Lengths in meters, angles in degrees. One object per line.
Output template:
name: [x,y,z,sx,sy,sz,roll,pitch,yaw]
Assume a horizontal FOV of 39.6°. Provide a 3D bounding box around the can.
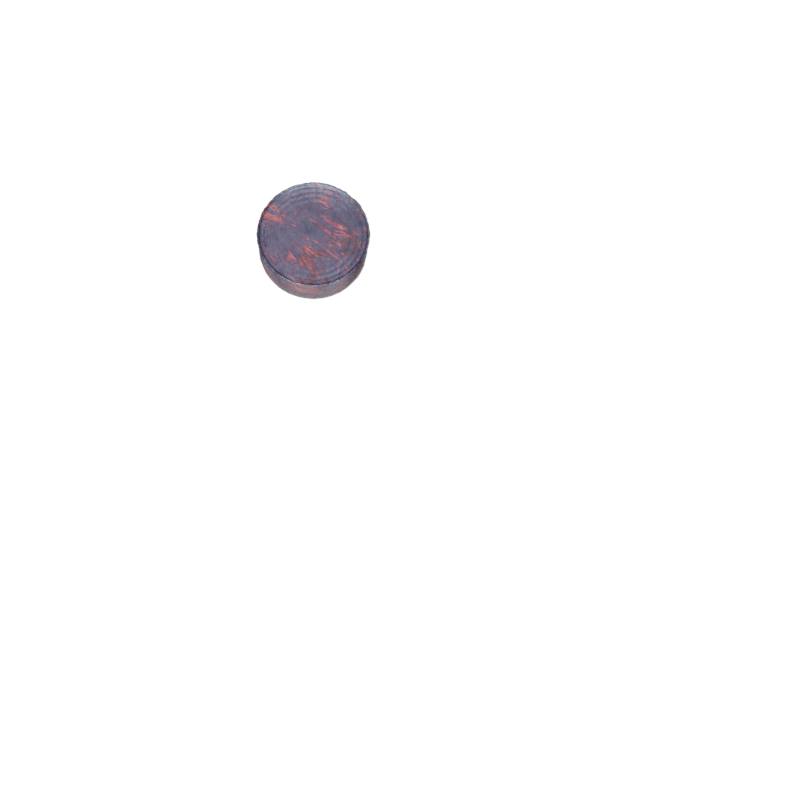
can: [-0.067,-0.122,0.853,0.086,0.090,0.032,-1,-22,-1]
